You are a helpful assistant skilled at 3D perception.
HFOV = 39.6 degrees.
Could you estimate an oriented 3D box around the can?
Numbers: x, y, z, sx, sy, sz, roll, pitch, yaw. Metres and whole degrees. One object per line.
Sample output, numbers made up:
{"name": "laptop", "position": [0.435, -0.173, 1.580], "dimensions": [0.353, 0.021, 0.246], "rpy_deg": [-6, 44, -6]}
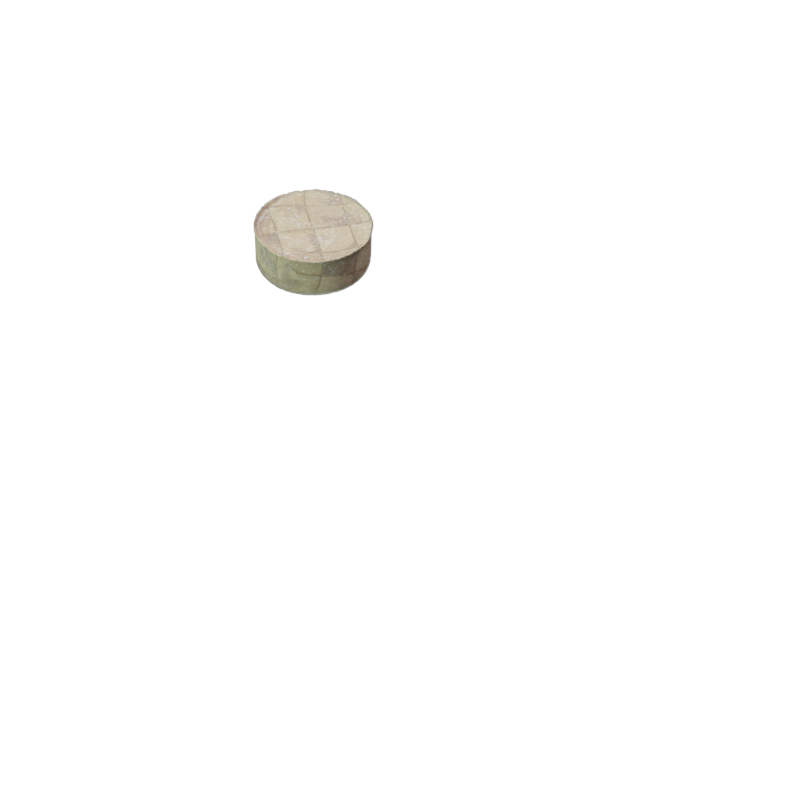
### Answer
{"name": "can", "position": [-0.063, -0.115, 0.803], "dimensions": [0.086, 0.031, 0.092], "rpy_deg": [-1, 43, -2]}
